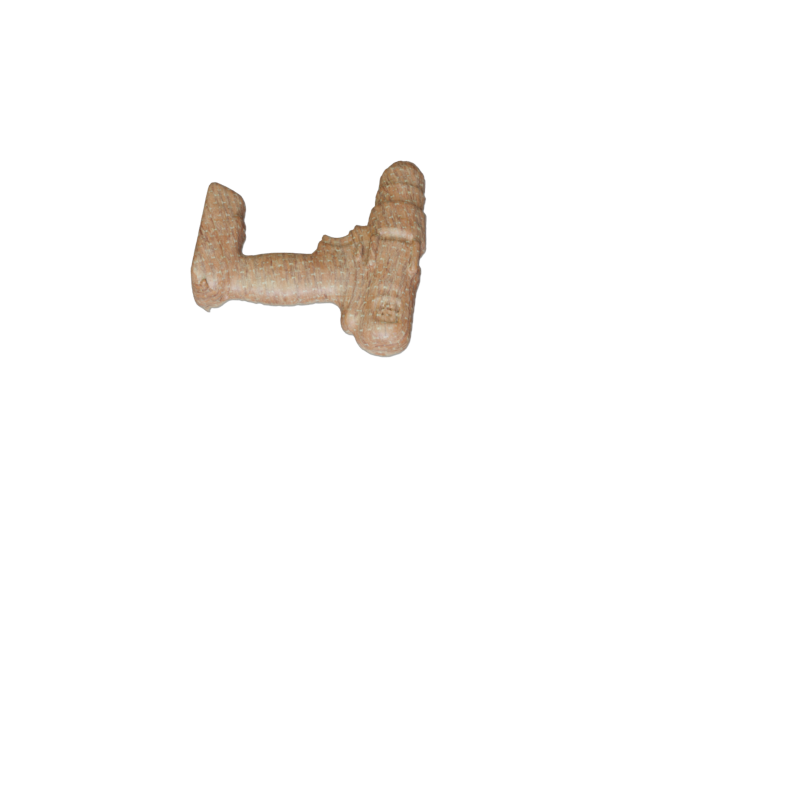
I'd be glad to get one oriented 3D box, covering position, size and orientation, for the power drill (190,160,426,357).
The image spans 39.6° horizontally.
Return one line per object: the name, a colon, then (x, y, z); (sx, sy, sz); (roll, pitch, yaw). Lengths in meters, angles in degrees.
power drill: (-0.072, -0.132, 0.924); (0.189, 0.196, 0.054); (6, -32, 3)
